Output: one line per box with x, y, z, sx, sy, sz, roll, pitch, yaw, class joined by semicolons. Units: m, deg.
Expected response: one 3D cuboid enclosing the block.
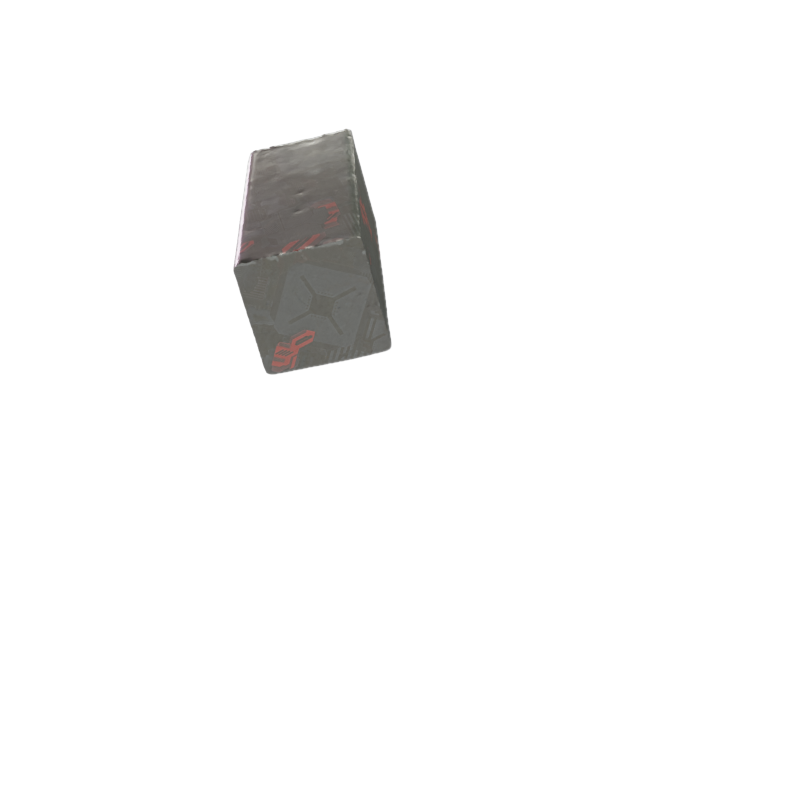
-0.065;-0.118;0.828;0.090;0.085;0.219;-13;31;4;block
